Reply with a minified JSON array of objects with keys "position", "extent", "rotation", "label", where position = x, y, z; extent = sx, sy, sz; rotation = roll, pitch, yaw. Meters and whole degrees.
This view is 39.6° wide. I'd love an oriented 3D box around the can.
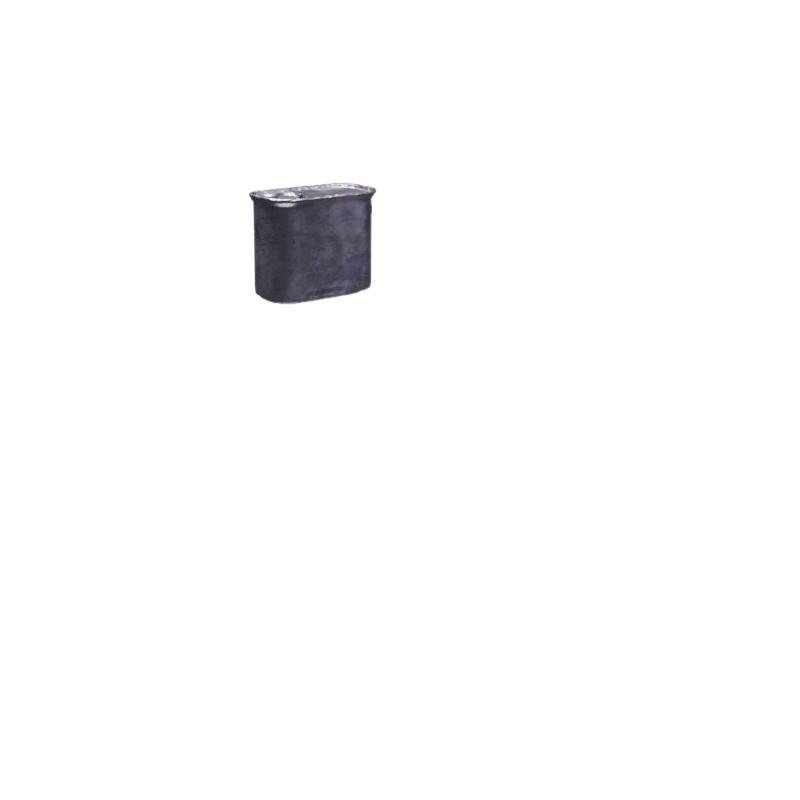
[{"position":[-0.070,-0.127,0.892],"extent":[0.099,0.081,0.061],"rotation":[-11,18,-35],"label":"can"}]
